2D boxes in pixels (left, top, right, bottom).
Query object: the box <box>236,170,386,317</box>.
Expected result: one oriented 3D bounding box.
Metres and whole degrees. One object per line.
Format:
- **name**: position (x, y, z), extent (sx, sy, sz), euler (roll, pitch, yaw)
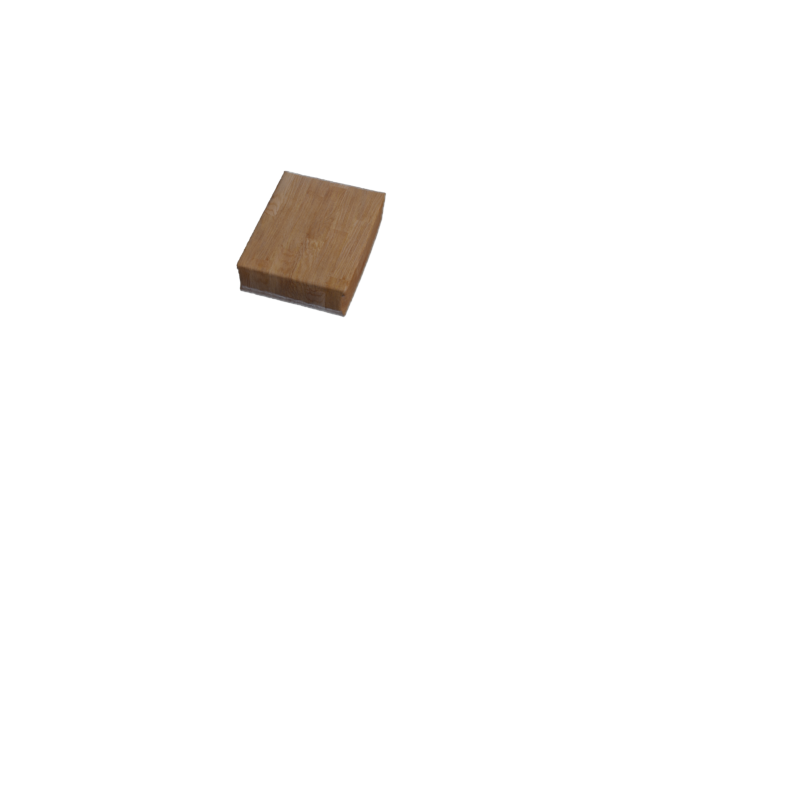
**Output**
- **box**: position (-0.070, -0.127, 0.890), extent (0.092, 0.119, 0.036), euler (13, -39, 10)
